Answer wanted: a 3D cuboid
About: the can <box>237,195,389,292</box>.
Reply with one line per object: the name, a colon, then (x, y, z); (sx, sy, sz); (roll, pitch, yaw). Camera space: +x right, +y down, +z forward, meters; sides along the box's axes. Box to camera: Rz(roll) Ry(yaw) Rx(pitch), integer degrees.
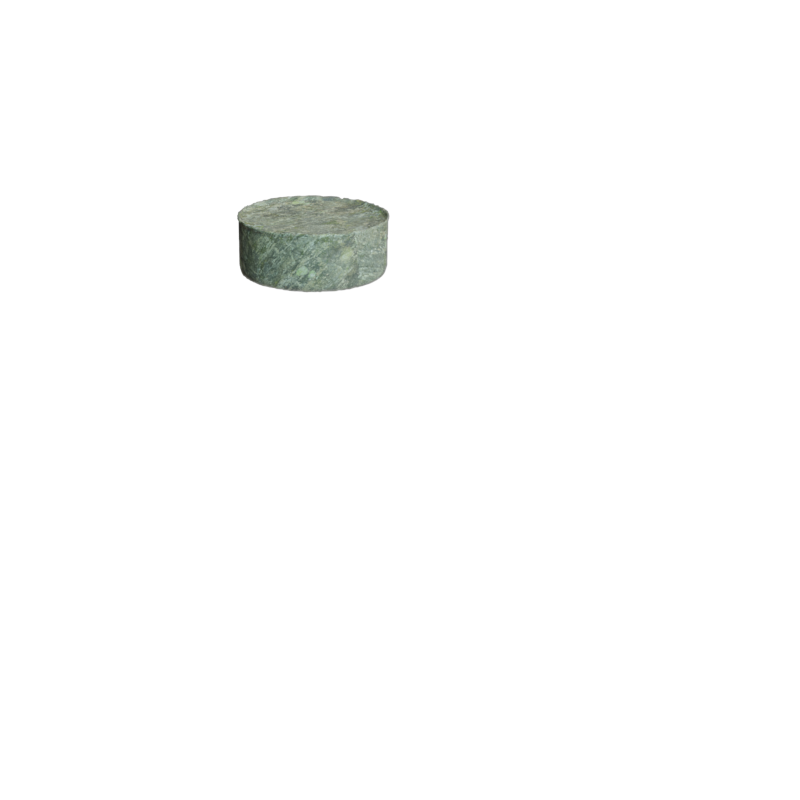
can: (-0.049, -0.090, 0.628); (0.086, 0.032, 0.090); (-1, 23, -2)
